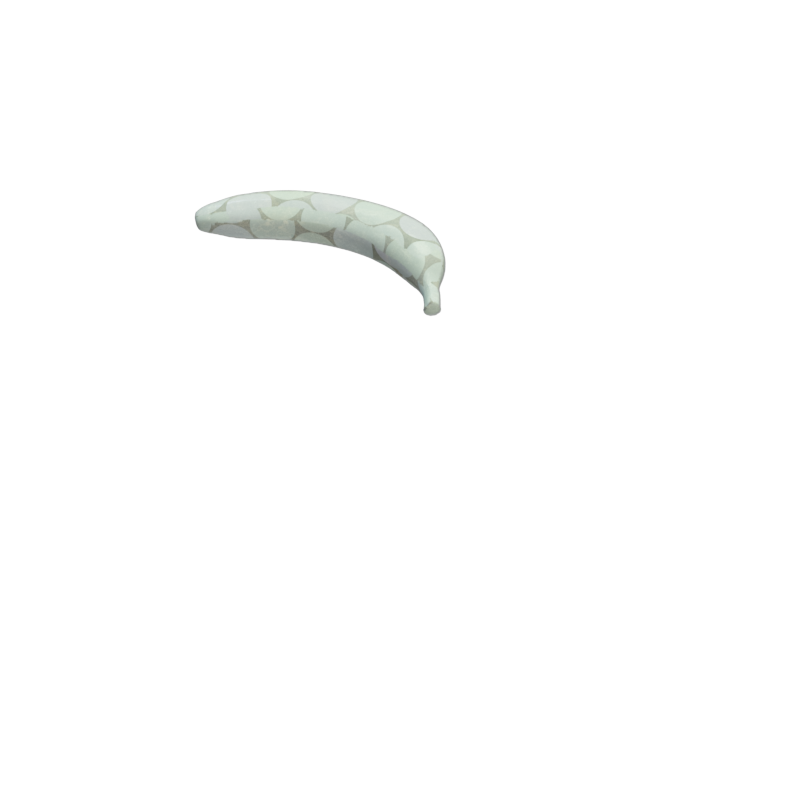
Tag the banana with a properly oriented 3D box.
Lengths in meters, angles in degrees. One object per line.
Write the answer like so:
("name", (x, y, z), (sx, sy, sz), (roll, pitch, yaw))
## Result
("banana", (-0.046, -0.115, 0.758), (0.208, 0.034, 0.070), (21, 39, 27))
